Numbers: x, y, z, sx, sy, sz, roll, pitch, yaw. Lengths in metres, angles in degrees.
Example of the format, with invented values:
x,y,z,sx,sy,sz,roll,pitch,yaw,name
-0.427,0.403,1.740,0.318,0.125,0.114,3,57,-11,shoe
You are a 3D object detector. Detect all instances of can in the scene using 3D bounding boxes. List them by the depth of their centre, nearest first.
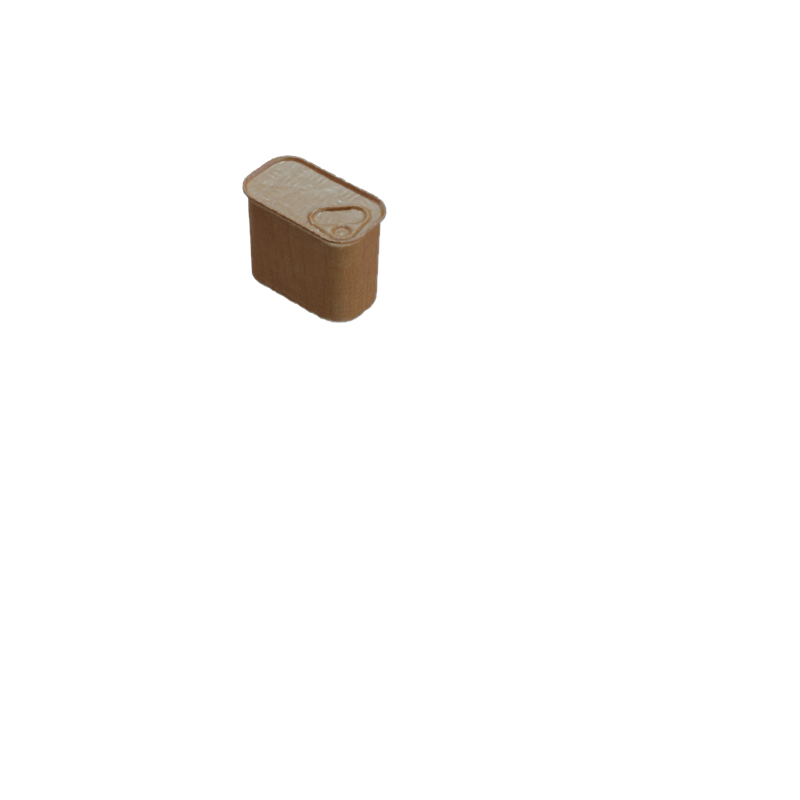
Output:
x,y,z,sx,sy,sz,roll,pitch,yaw,name
-0.062,-0.112,0.788,0.108,0.078,0.058,31,52,26,can
